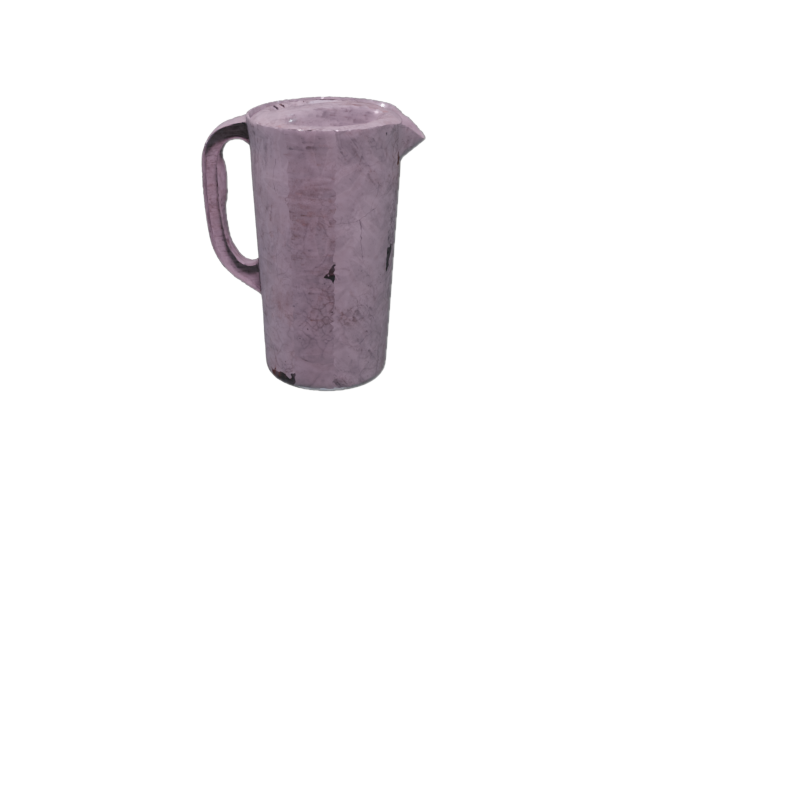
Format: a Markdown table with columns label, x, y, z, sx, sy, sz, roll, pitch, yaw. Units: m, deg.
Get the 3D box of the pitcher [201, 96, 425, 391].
| label | x | y | z | sx | sy | sz | roll | pitch | yaw |
| --- | --- | --- | --- | --- | --- | --- | --- | --- | --- |
| pitcher | -0.075 | -0.137 | 0.961 | 0.142 | 0.232 | 0.159 | -17 | 28 | -39 |
